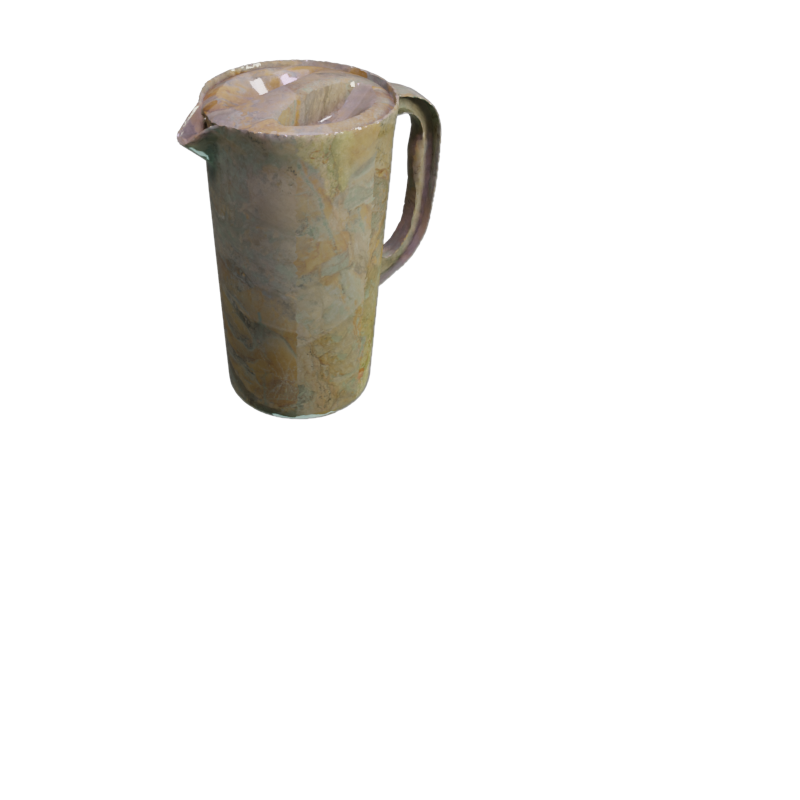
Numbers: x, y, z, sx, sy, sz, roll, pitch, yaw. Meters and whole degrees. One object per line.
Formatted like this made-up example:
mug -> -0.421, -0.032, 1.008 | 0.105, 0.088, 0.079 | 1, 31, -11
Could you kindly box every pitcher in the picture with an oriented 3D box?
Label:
pitcher -> -0.062, -0.113, 0.793 | 0.153, 0.228, 0.150 | 12, 35, 15
